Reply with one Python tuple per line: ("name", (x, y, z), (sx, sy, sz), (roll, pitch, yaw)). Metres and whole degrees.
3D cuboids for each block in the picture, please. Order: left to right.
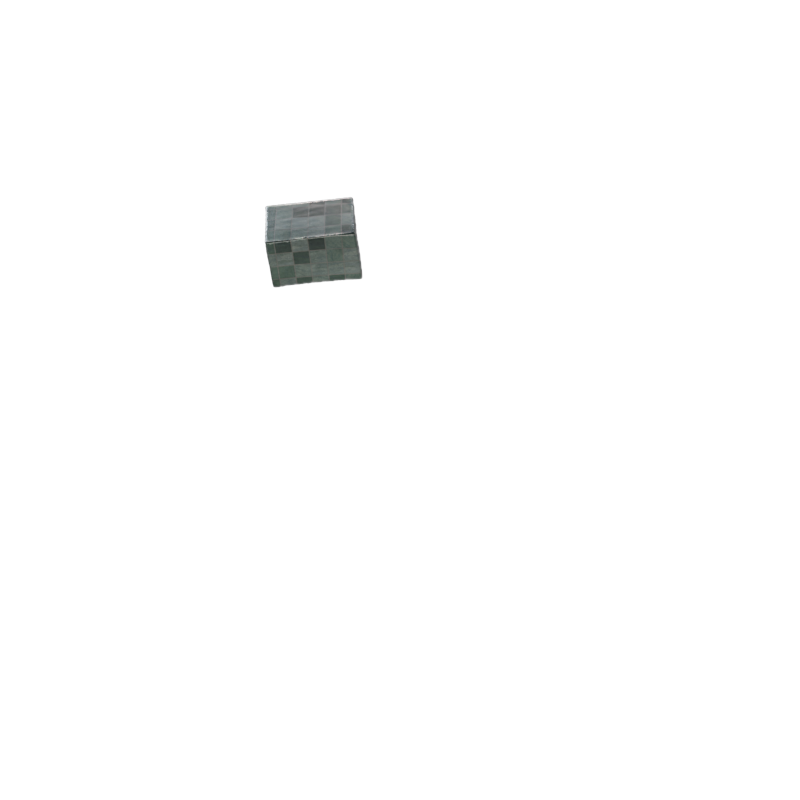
("block", (-0.074, -0.135, 0.945), (0.078, 0.049, 0.055), (-5, 44, 3))
